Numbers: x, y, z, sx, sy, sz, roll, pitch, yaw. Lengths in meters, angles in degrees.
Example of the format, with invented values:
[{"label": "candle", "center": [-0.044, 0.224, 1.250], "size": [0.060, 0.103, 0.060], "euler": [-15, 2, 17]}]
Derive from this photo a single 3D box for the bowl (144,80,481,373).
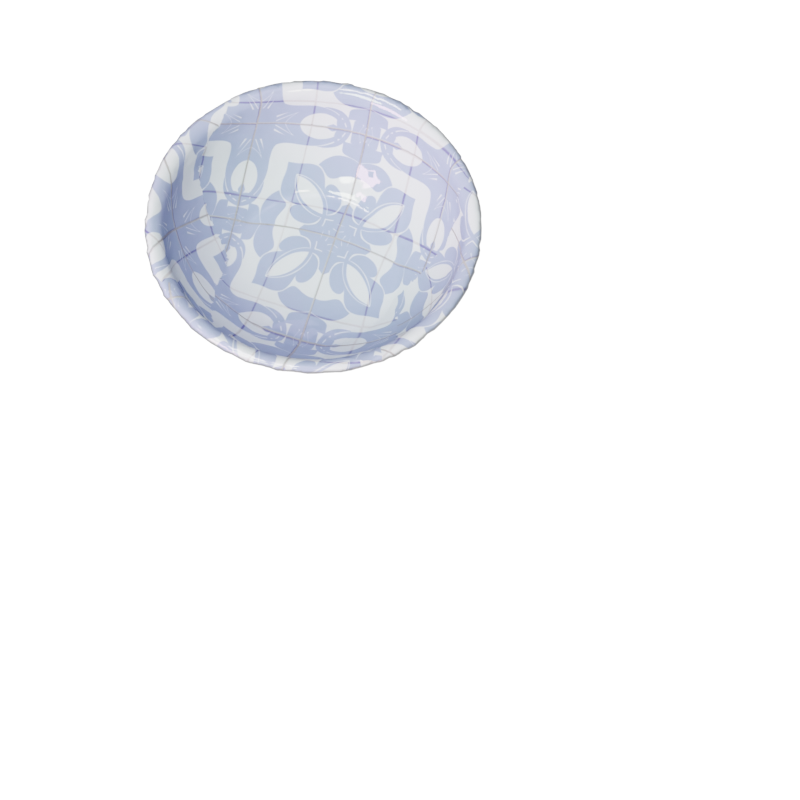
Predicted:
[{"label": "bowl", "center": [-0.043, -0.079, 0.552], "size": [0.162, 0.172, 0.052], "euler": [-1, -27, -1]}]
